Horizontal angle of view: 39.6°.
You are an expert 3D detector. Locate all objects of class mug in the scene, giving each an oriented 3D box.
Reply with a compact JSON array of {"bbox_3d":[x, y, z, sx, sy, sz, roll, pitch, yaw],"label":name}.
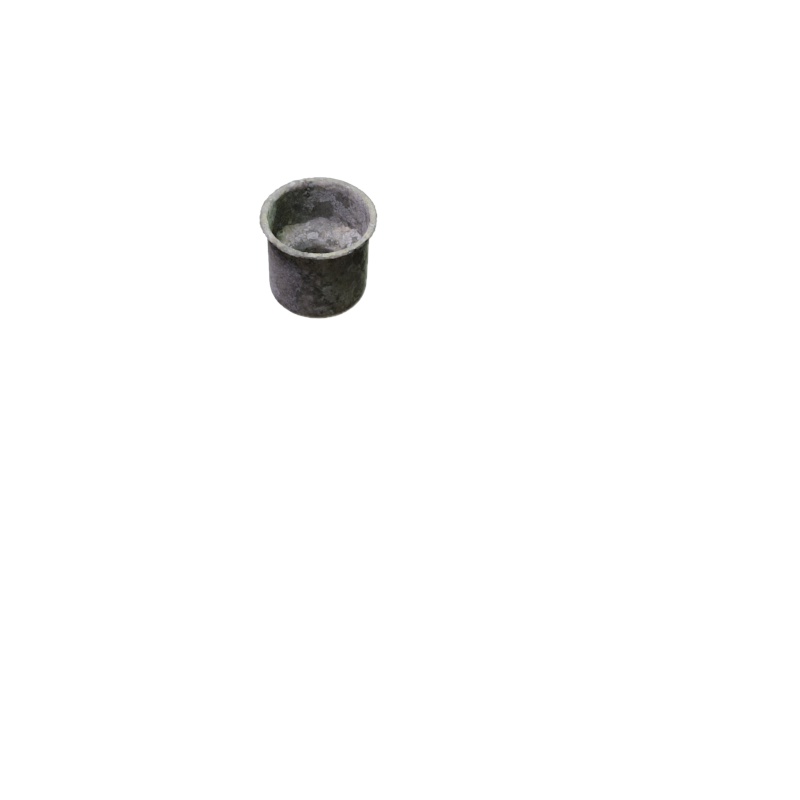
[{"bbox_3d":[-0.071,-0.130,0.909,0.092,0.127,0.076,-15,-39,-15],"label":"mug"}]
